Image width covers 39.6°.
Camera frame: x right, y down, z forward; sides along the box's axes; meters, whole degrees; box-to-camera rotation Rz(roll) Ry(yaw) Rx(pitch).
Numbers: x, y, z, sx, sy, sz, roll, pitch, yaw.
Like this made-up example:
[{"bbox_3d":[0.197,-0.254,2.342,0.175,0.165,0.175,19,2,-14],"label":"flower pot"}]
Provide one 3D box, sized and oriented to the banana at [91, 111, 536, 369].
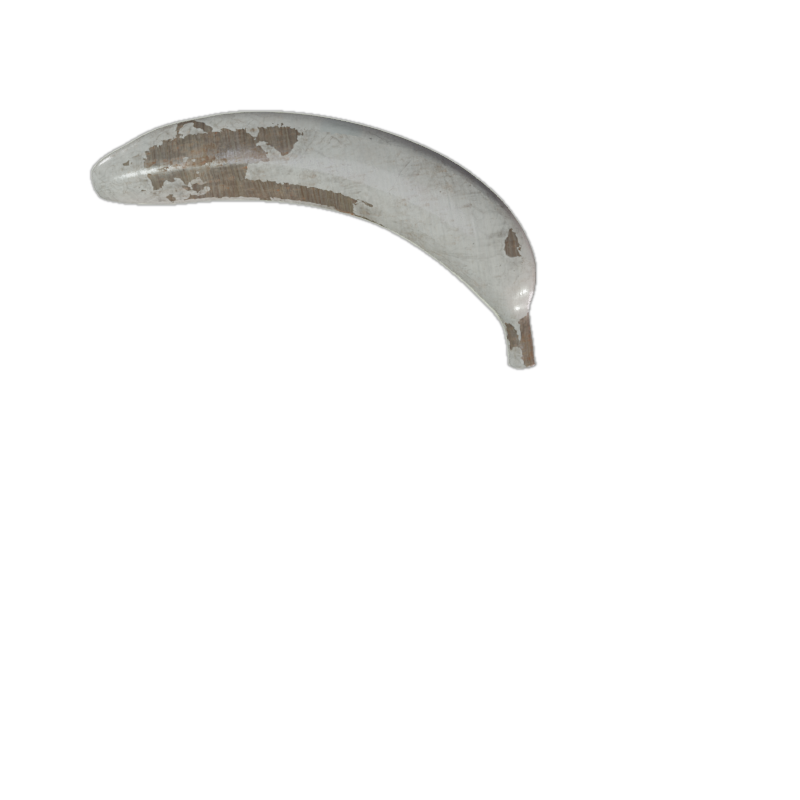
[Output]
[{"bbox_3d":[-0.024,-0.080,0.449,0.199,0.070,0.036,23,-5,2],"label":"banana"}]
